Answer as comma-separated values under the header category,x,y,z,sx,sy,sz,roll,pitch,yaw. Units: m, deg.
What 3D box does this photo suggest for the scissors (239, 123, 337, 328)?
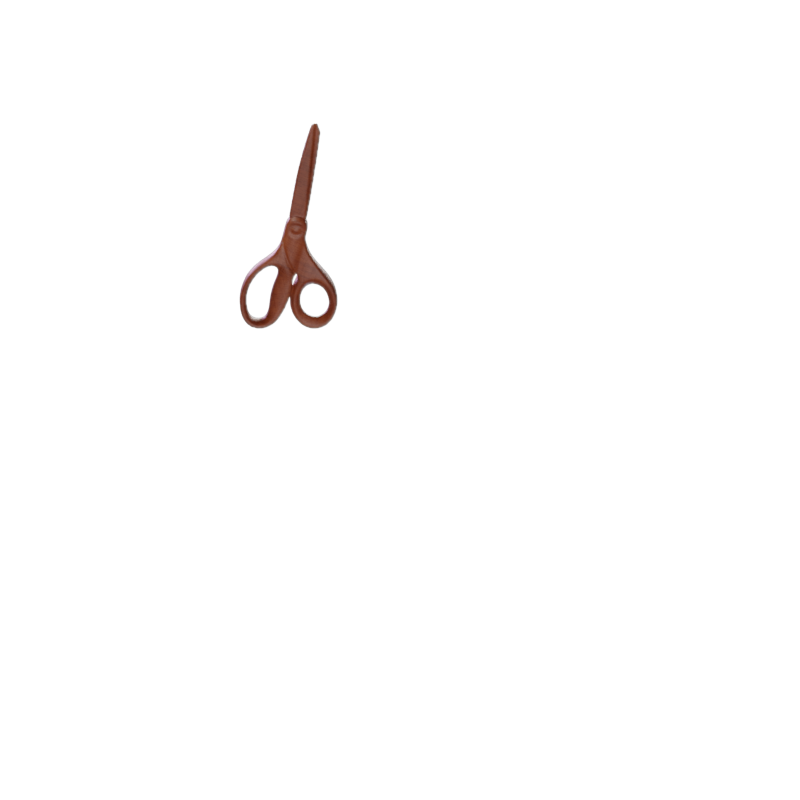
category,x,y,z,sx,sy,sz,roll,pitch,yaw
scissors,-0.076,-0.138,0.970,0.094,0.195,0.017,24,27,-14
